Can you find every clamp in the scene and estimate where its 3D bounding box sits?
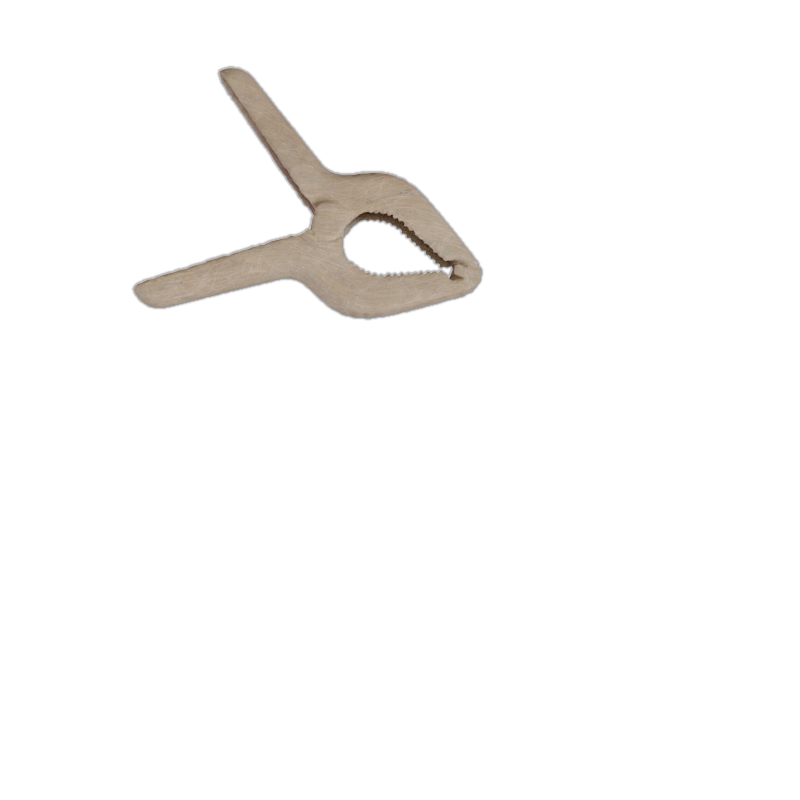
[{"bbox_3d":[-0.055,-0.100,0.701,0.212,0.167,0.035,25,-10,5],"label":"clamp"}]
